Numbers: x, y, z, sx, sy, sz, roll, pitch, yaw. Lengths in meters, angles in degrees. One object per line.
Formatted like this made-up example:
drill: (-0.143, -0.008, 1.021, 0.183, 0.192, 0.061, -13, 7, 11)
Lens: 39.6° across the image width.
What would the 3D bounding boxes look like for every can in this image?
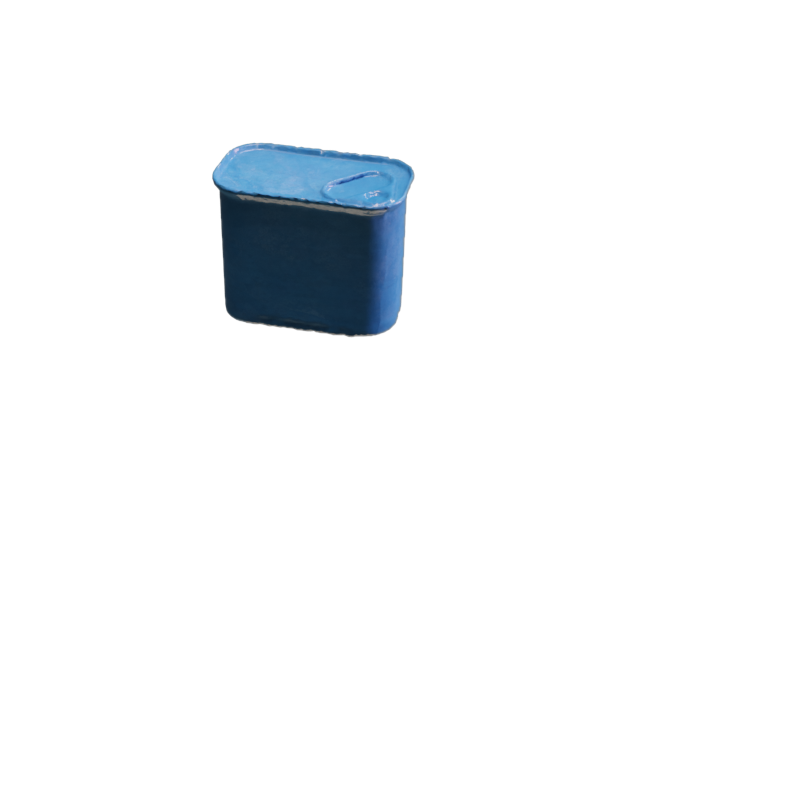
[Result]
can: (-0.046, -0.085, 0.593, 0.104, 0.079, 0.060, 9, 35, 11)
